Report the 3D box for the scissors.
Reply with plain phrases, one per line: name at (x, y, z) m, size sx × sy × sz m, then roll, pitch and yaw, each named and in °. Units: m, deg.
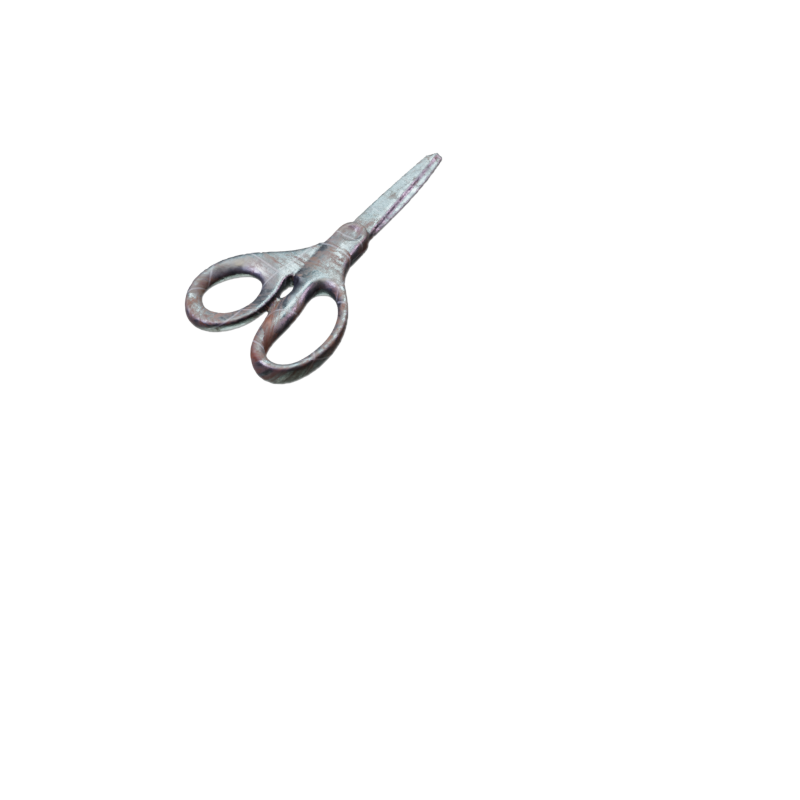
scissors at (-0.049, -0.089, 0.620) m, size 0.098 × 0.015 × 0.211 m, roll 12°, pitch 47°, yaw 11°
